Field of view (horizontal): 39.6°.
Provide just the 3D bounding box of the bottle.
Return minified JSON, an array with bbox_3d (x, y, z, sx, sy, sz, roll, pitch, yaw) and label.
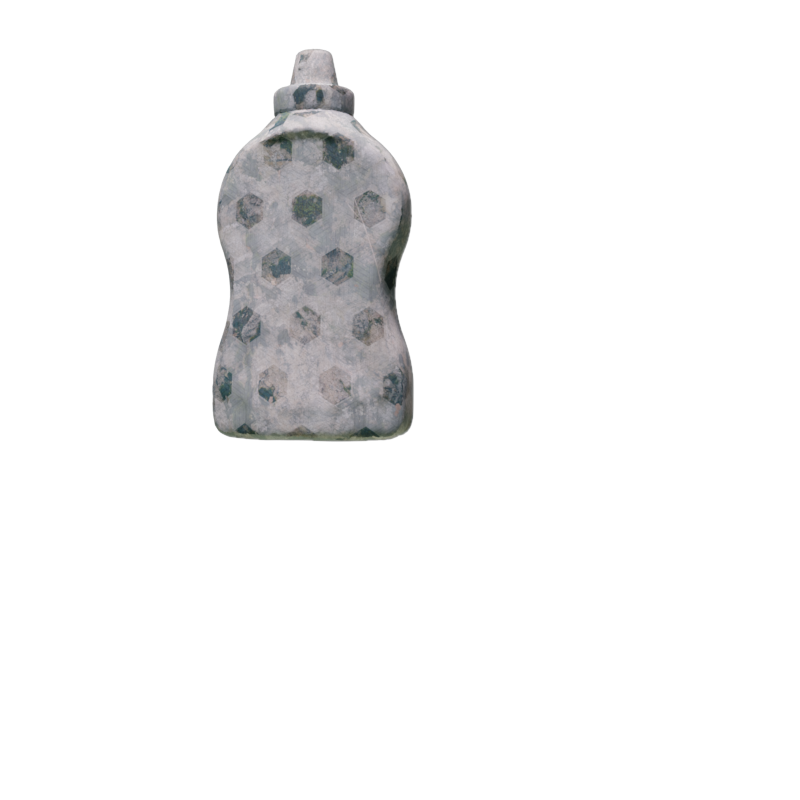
[{"bbox_3d":[-0.043,-0.078,0.548,0.098,0.194,0.056,-1,-5,15],"label":"bottle"}]
